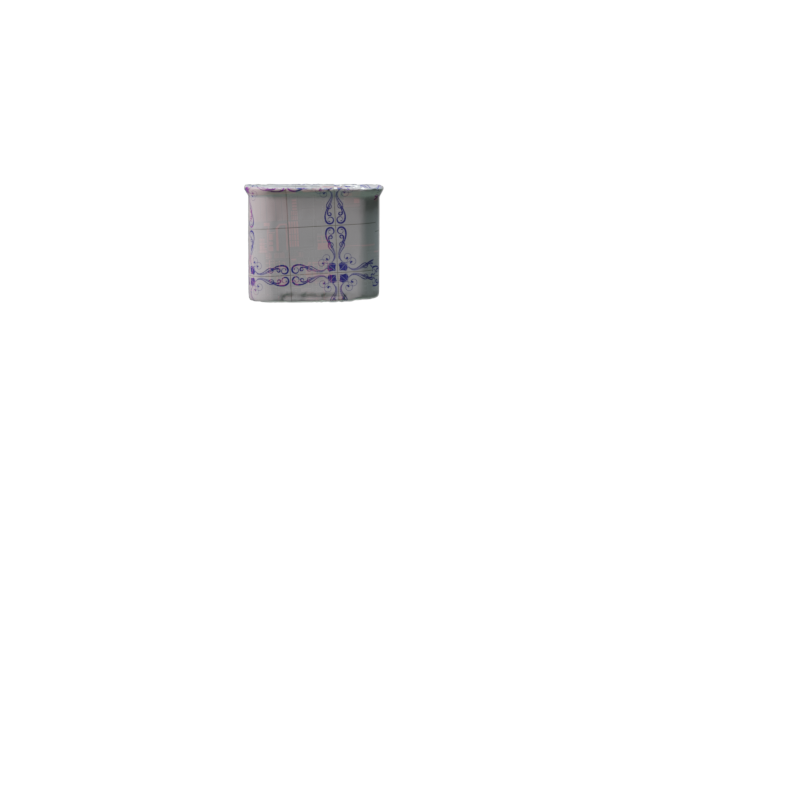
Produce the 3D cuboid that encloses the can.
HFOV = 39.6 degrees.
[{"bbox_3d":[-0.064,-0.117,0.819,0.101,0.082,0.059,-1,8,-4],"label":"can"}]
